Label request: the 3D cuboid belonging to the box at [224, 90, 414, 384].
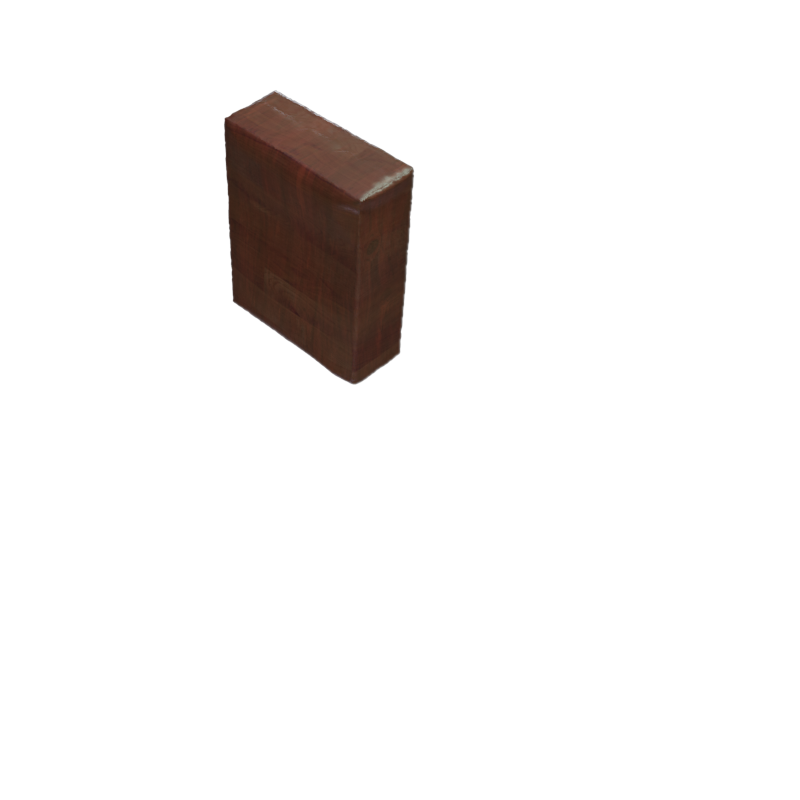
[{"bbox_3d":[-0.076,-0.139,0.970,0.175,0.199,0.072,35,52,29],"label":"box"}]
